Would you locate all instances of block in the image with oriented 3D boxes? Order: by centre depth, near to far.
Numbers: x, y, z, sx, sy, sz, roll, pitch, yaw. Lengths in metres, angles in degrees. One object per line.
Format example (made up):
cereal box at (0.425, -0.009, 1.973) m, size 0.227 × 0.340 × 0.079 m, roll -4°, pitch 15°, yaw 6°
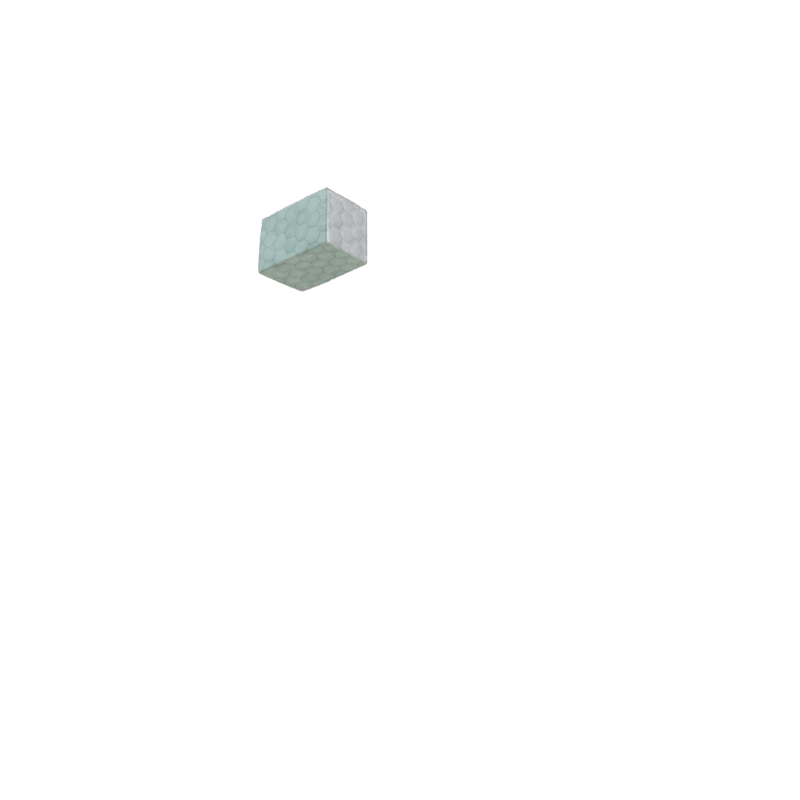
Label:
block at (-0.072, -0.131, 0.916) m, size 0.079 × 0.054 × 0.049 m, roll -20°, pitch -31°, yaw 36°
